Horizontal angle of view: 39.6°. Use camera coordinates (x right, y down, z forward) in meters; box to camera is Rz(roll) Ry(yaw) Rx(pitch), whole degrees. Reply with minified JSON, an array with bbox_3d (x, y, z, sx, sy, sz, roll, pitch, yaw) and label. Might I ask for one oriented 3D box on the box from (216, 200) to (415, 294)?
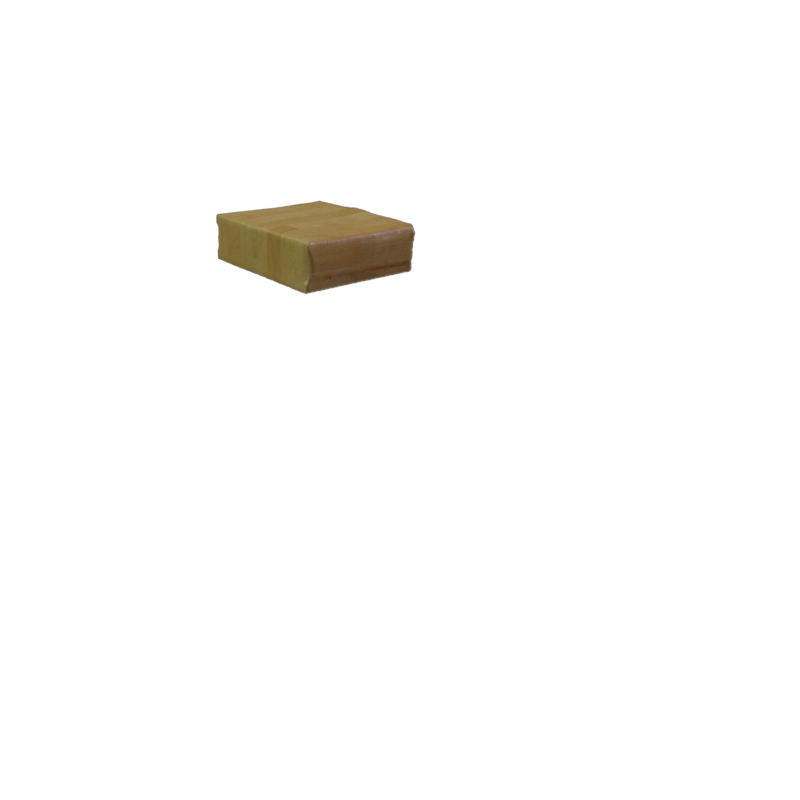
[{"bbox_3d":[-0.048,-0.087,0.610,0.071,0.029,0.095,-14,24,-35],"label":"box"}]
